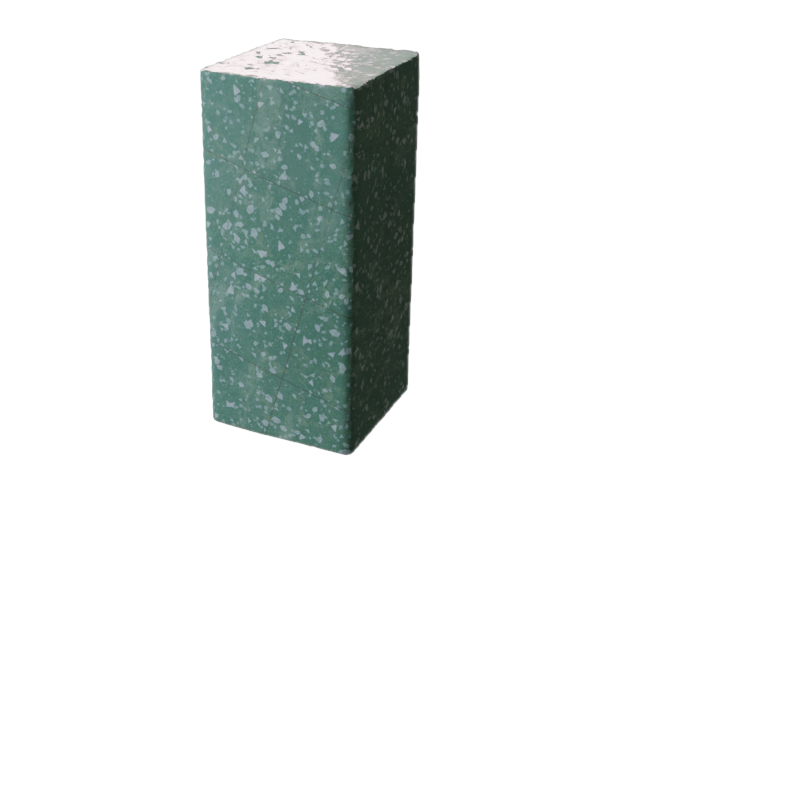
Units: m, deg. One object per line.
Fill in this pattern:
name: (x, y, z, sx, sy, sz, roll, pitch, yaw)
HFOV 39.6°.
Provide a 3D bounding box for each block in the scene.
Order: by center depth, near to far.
block: (-0.048, -0.088, 0.619, 0.094, 0.196, 0.092, 12, 26, 22)
